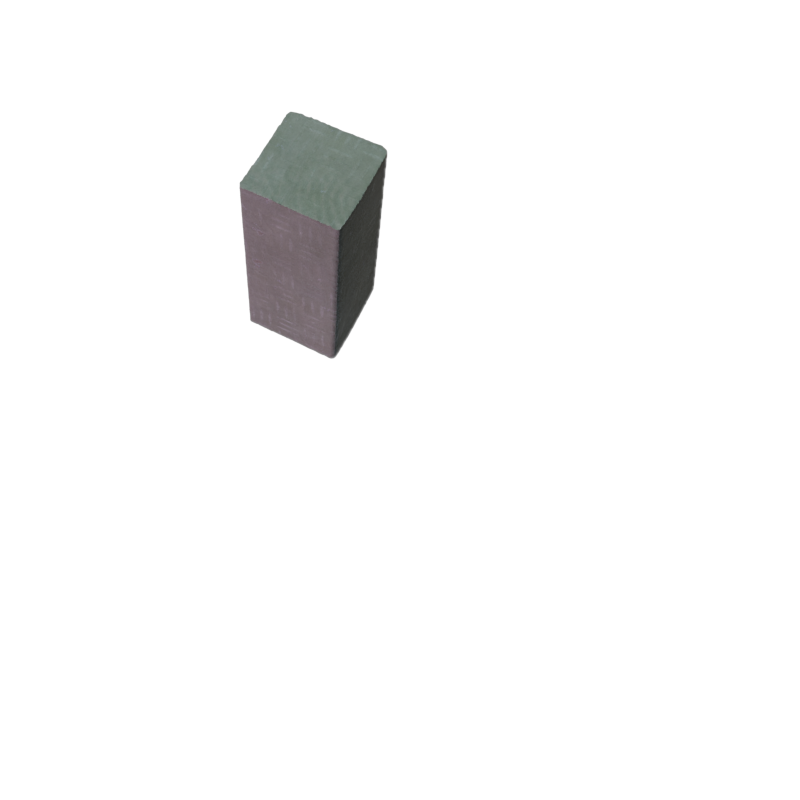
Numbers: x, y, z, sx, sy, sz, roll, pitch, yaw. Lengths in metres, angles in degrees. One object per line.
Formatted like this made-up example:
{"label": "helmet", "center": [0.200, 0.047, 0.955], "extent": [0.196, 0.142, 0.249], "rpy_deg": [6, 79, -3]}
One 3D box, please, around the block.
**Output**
{"label": "block", "center": [-0.073, -0.135, 0.944], "extent": [0.093, 0.093, 0.194], "rpy_deg": [24, -27, 10]}
